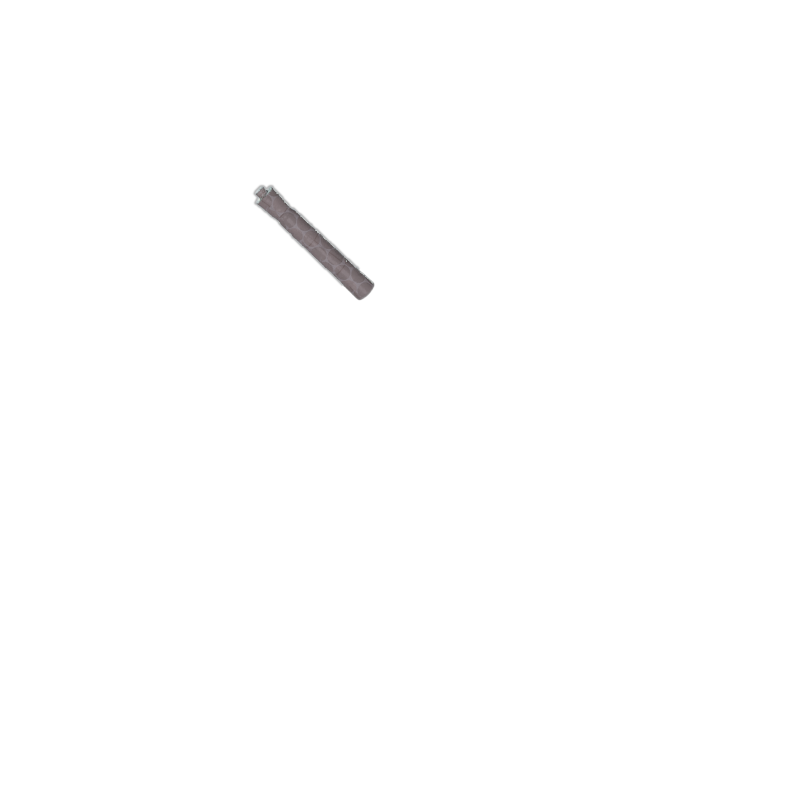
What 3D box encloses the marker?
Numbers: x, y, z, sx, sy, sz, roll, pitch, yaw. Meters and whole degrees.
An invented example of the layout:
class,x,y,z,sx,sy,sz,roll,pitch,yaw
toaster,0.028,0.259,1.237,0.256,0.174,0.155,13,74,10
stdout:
class,x,y,z,sx,sy,sz,roll,pitch,yaw
marker,-0.068,-0.125,0.874,0.117,0.020,0.020,43,-11,-14
